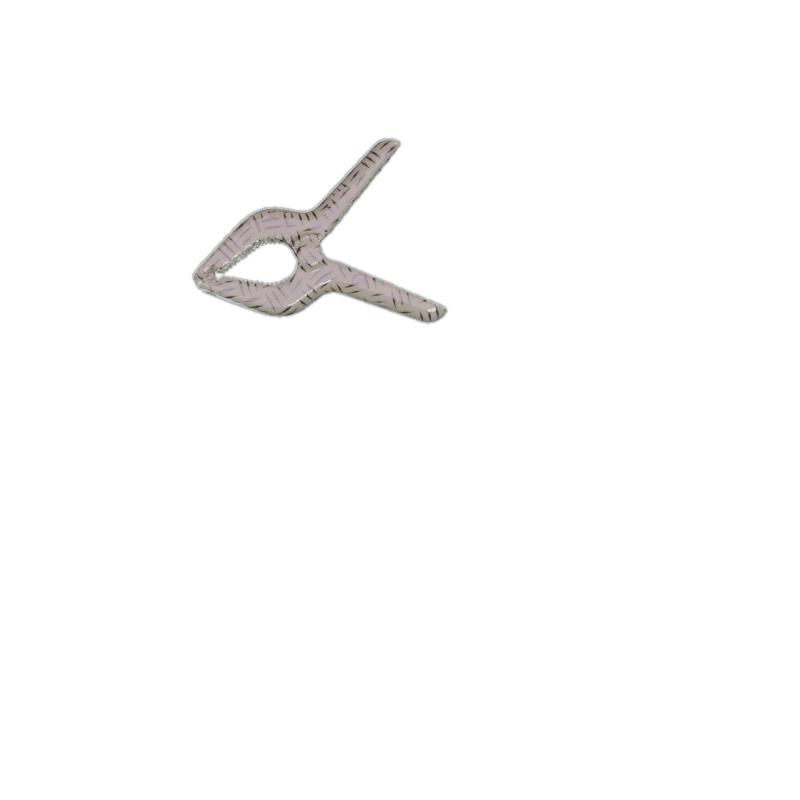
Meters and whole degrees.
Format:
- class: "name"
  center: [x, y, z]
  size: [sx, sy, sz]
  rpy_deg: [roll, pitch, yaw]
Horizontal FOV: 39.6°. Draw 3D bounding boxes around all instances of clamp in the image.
- class: "clamp"
  center: [-0.075, -0.136, 0.955]
  size: [0.209, 0.170, 0.035]
  rpy_deg: [-8, -12, -2]
